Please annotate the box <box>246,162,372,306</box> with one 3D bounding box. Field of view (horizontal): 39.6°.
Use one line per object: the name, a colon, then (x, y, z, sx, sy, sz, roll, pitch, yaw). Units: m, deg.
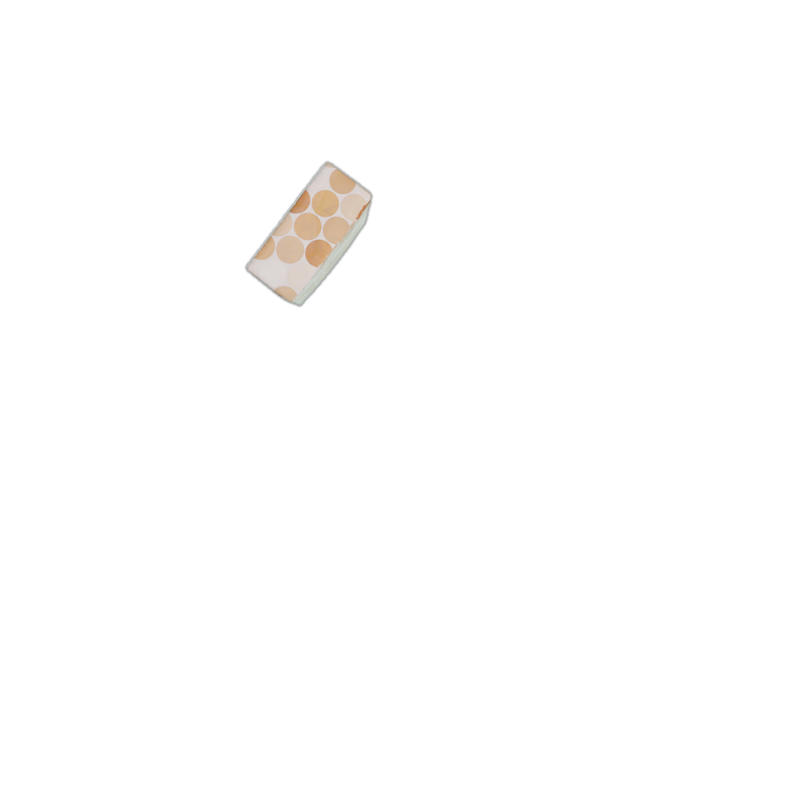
box: (-0.064, -0.116, 0.817, 0.048, 0.093, 0.177, 37, 1, -7)
